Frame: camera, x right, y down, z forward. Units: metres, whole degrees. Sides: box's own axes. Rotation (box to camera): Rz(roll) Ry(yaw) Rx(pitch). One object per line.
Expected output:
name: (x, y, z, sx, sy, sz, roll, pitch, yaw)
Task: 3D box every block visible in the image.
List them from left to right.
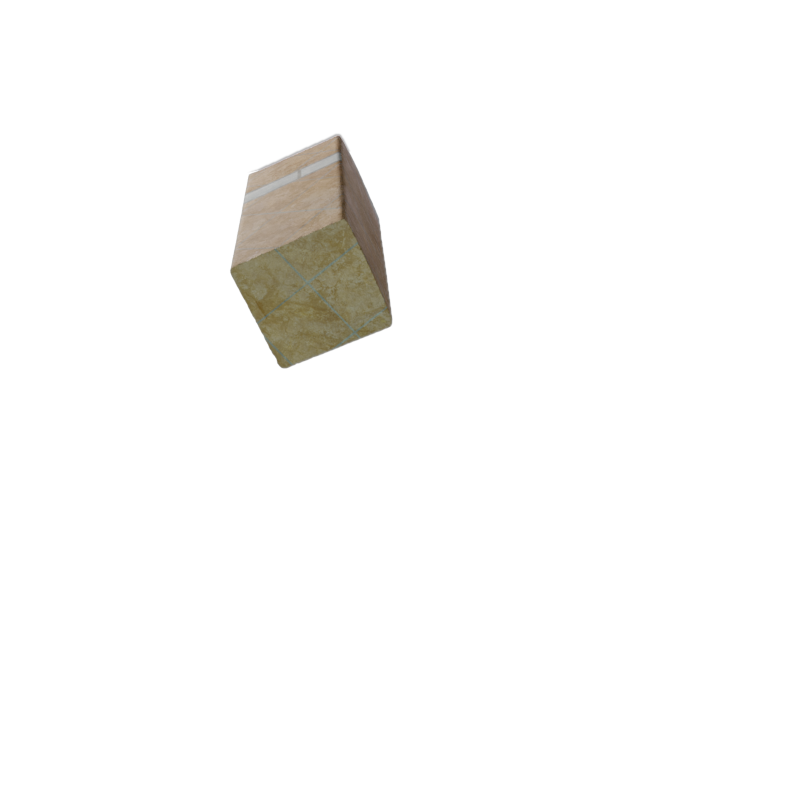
block: (-0.067, -0.123, 0.865, 0.091, 0.085, 0.218, -22, 27, 8)
